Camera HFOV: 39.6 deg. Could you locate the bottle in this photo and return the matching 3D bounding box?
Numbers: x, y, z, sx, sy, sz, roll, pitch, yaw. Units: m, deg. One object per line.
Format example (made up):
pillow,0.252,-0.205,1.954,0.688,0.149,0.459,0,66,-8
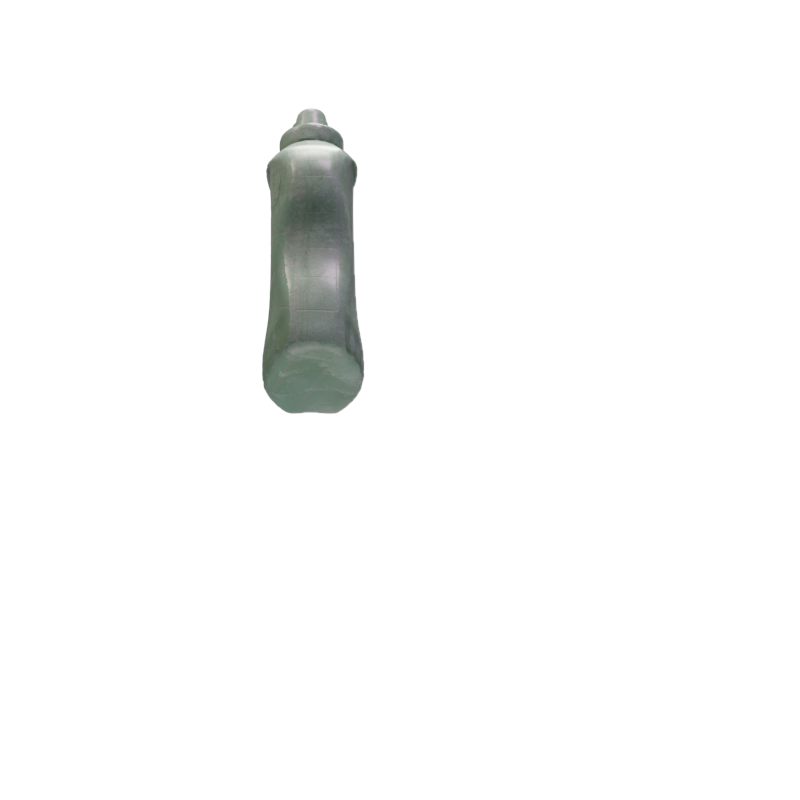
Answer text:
bottle,-0.053,-0.096,0.672,0.058,0.204,0.090,-1,-28,-3
